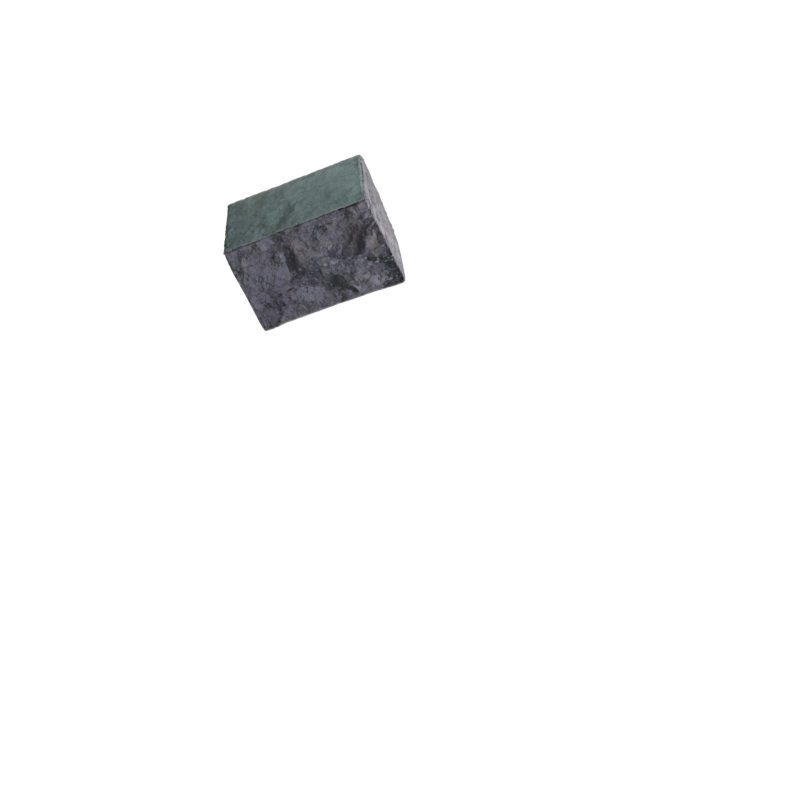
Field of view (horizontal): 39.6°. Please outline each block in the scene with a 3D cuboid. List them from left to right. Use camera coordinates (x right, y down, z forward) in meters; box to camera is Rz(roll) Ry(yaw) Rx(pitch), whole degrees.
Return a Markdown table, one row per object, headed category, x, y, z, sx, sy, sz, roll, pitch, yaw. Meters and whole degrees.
| category | x | y | z | sx | sy | sz | roll | pitch | yaw |
| --- | --- | --- | --- | --- | --- | --- | --- | --- | --- |
| block | -0.044 | -0.080 | 0.561 | 0.078 | 0.049 | 0.055 | -18 | 34 | 11 |
